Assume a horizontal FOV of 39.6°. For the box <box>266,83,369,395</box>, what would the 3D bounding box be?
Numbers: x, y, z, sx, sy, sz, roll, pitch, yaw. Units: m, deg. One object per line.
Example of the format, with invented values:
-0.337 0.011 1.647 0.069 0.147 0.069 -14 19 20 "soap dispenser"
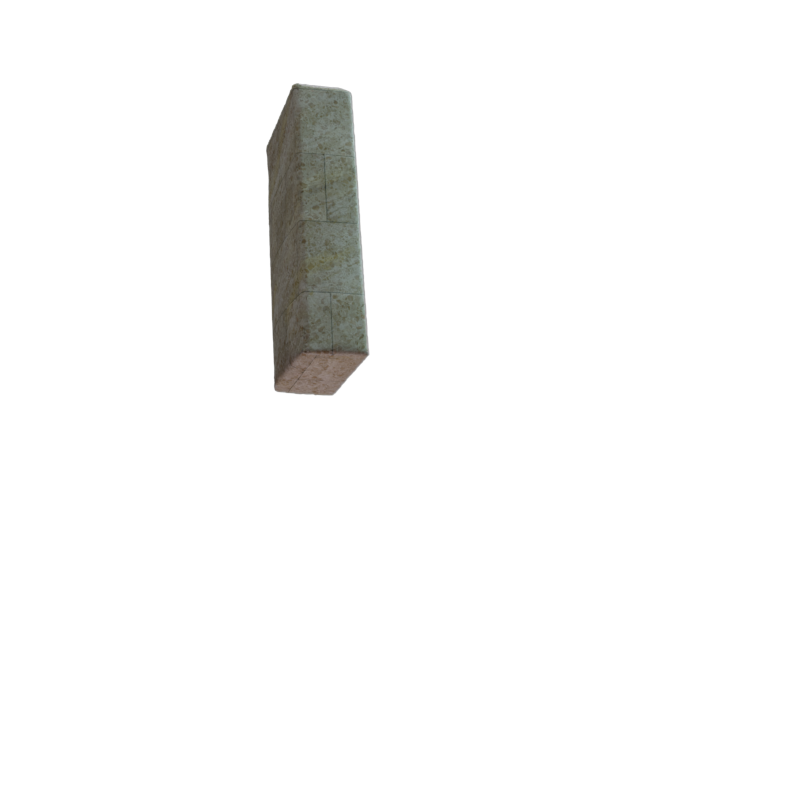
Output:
-0.054 -0.099 0.697 0.047 0.185 0.091 5 -21 -16 "box"
